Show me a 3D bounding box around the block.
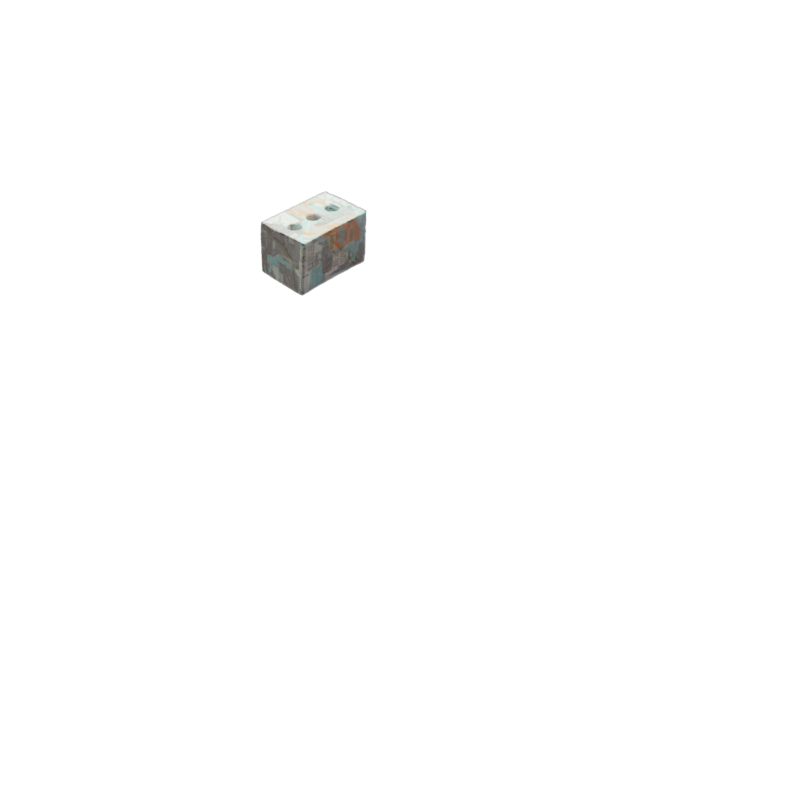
[{"bbox_3d":[-0.074,-0.134,0.941,0.056,0.048,0.078,29,45,32],"label":"block"}]
